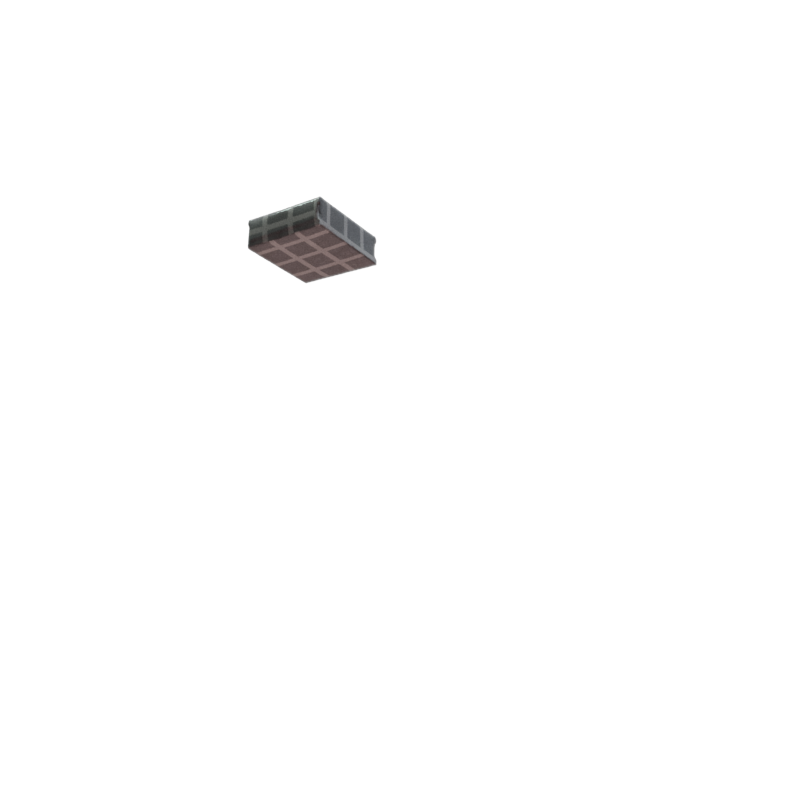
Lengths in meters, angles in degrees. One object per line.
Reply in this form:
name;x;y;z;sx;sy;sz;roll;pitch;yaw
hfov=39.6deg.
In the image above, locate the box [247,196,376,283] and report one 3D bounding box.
box;-0.073;-0.133;0.929;0.074;0.032;0.083;-13;-24;30
